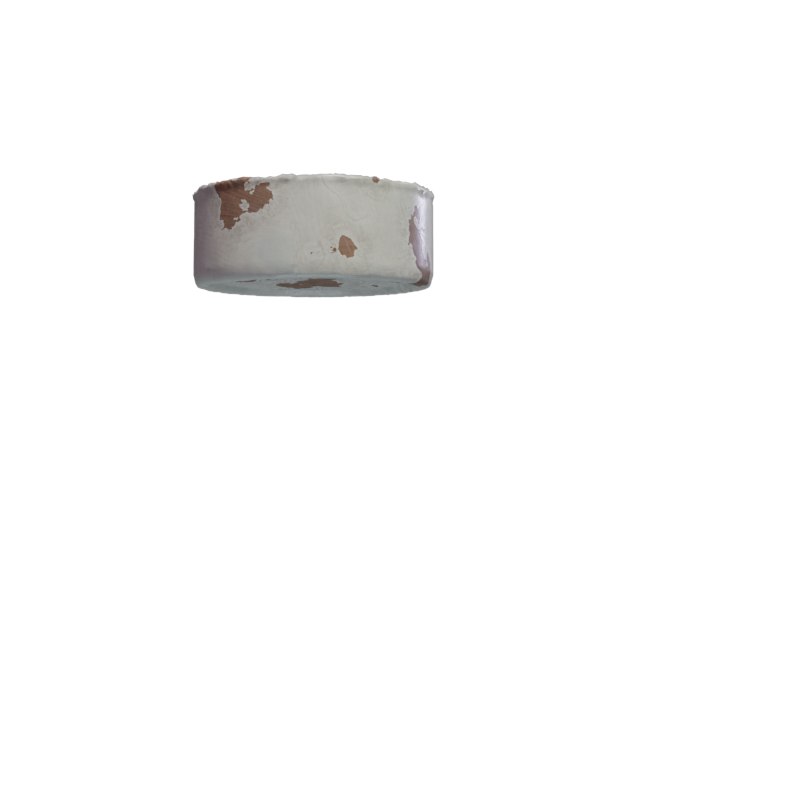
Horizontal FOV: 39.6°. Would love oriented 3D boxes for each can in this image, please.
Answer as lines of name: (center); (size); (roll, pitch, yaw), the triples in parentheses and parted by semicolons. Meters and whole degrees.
can: (-0.031, -0.056, 0.393); (0.086, 0.034, 0.085); (0, 0, -2)
